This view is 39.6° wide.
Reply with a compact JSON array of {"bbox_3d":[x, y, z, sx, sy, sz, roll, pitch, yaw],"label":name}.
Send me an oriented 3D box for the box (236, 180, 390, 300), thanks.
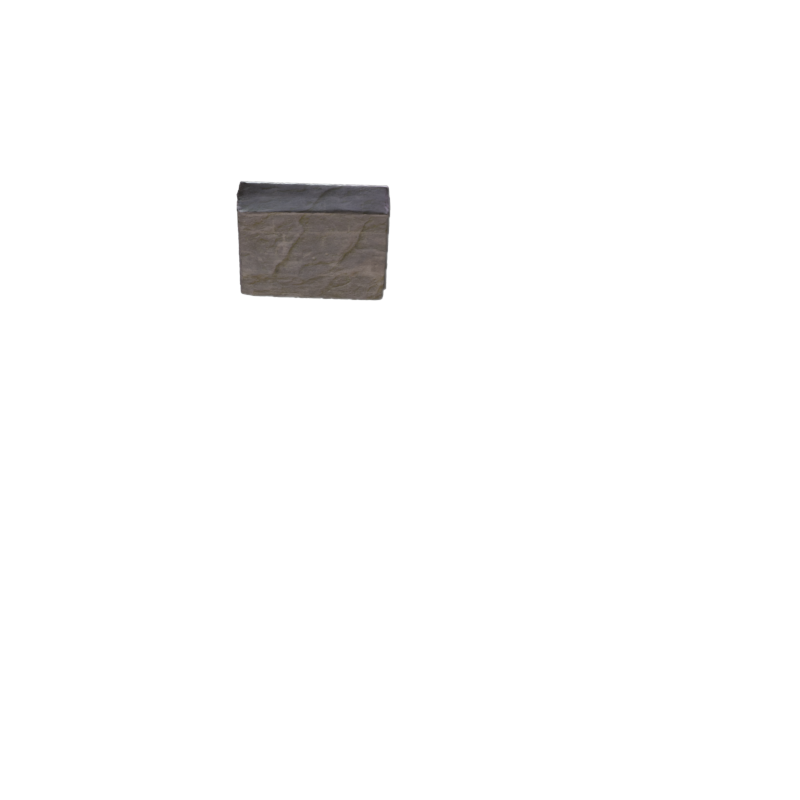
[{"bbox_3d":[-0.065,-0.119,0.833,0.113,0.042,0.084,1,-44,-2],"label":"box"}]
